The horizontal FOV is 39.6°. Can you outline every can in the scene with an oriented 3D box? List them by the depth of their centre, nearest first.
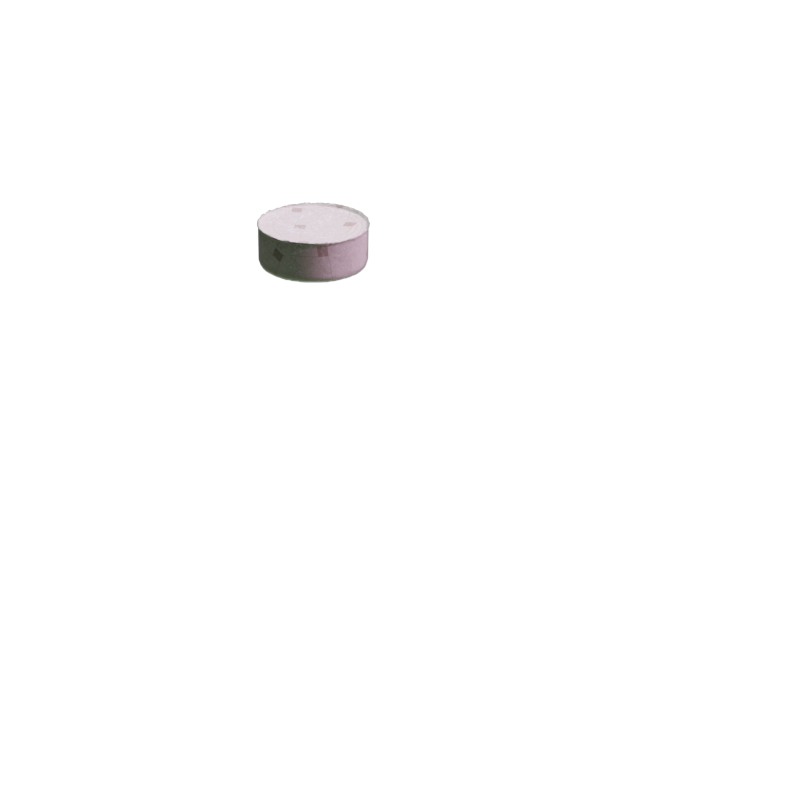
[{"bbox_3d":[-0.066,-0.121,0.848,0.086,0.032,0.091,-1,28,-2],"label":"can"}]
